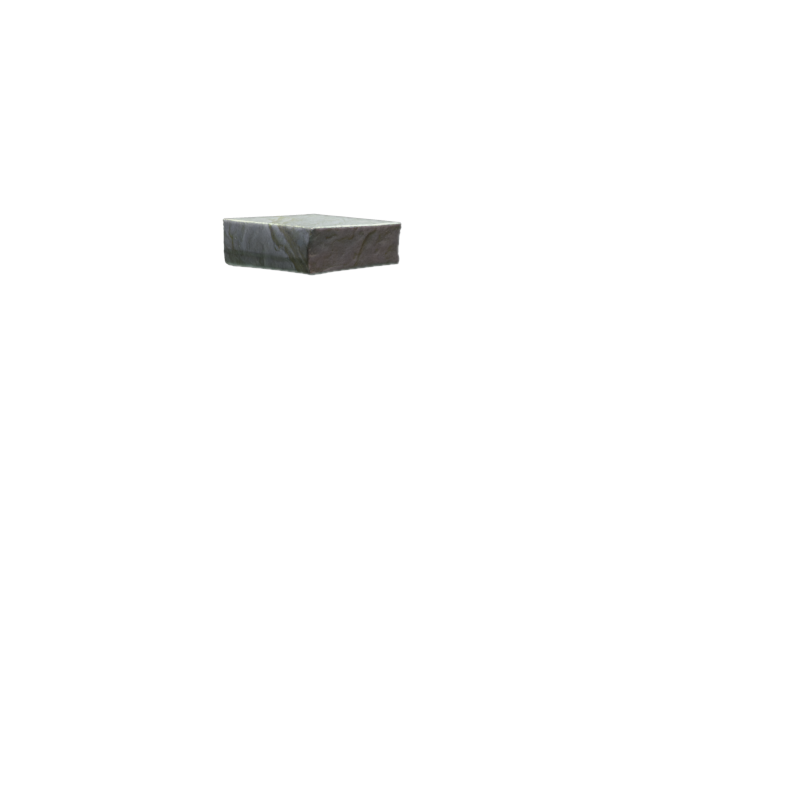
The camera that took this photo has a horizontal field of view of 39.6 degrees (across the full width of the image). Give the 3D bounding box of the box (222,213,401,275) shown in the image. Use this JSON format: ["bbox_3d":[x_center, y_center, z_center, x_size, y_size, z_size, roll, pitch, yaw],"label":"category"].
[{"bbox_3d":[-0.067,-0.122,0.853,0.094,0.038,0.111,10,17,36],"label":"box"}]
